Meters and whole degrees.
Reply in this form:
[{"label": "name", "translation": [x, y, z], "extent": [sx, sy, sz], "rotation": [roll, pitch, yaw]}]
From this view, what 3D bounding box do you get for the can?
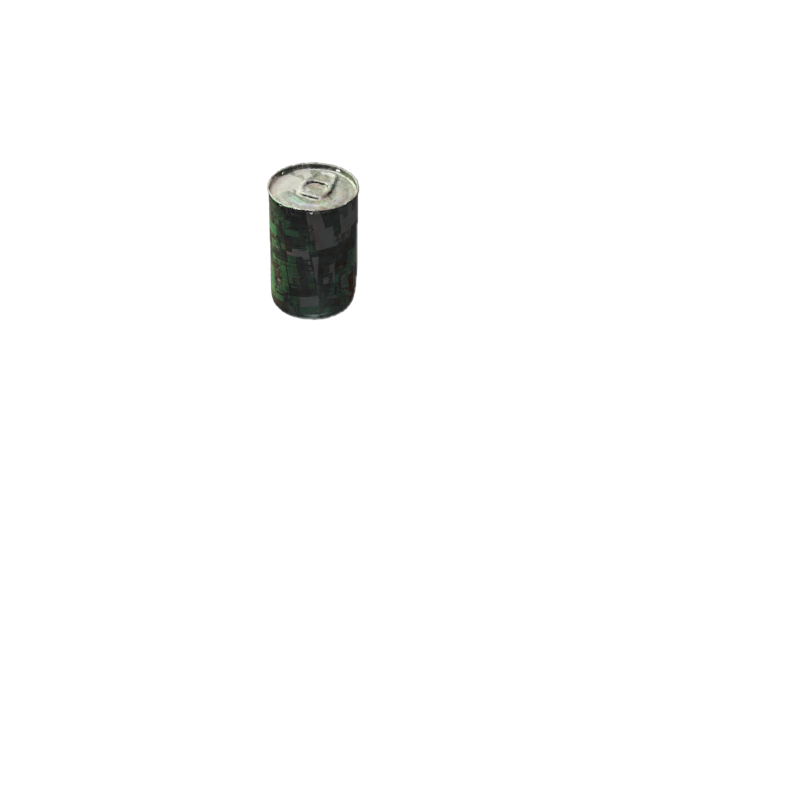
[{"label": "can", "translation": [-0.066, -0.121, 0.845], "extent": [0.068, 0.095, 0.073], "rotation": [0, 39, -3]}]
